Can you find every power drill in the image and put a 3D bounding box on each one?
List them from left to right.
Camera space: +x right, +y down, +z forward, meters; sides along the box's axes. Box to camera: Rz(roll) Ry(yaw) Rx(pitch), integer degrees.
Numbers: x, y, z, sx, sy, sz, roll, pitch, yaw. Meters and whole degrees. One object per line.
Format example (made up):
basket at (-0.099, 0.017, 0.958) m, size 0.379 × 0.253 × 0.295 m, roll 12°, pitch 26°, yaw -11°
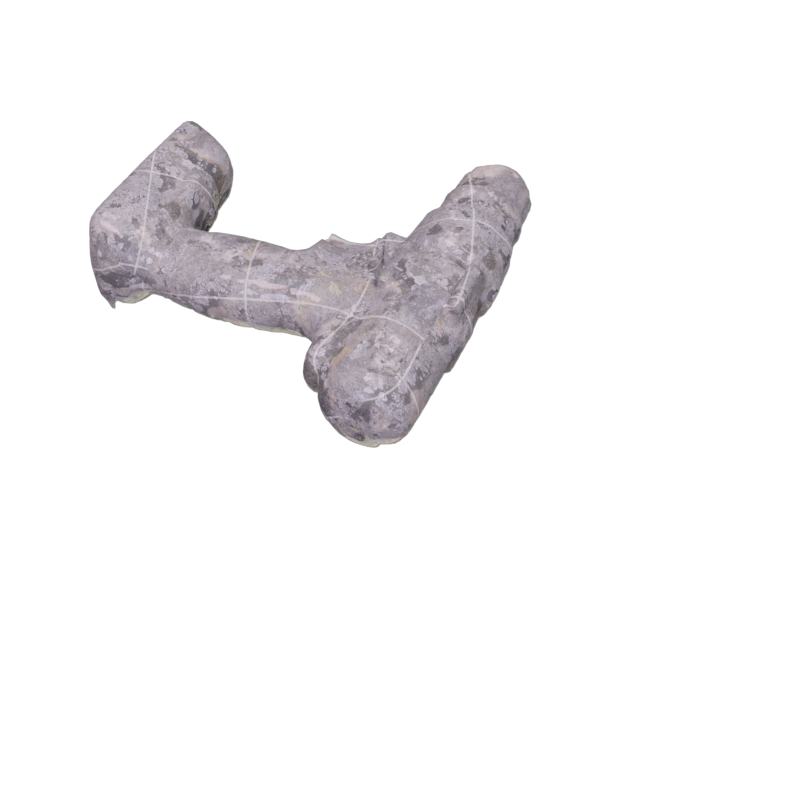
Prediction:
power drill at (-0.043, -0.079, 0.551) m, size 0.195 × 0.053 × 0.191 m, roll 19°, pitch 48°, yaw 18°
